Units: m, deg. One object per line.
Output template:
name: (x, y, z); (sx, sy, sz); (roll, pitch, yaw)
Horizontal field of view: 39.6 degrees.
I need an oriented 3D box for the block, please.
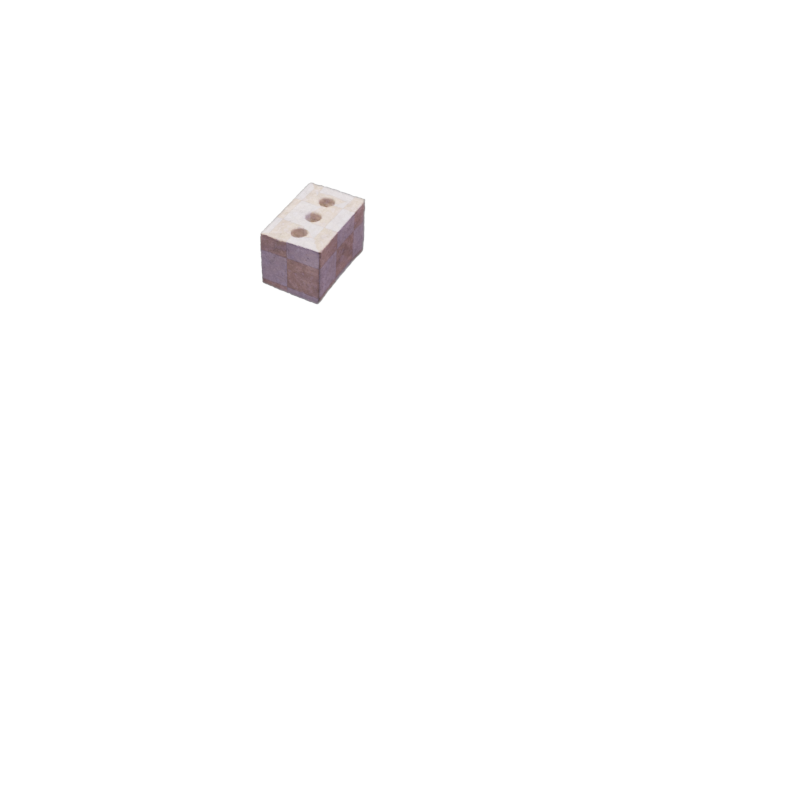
block: (-0.068, -0.123, 0.864); (0.055, 0.048, 0.080); (19, 46, 18)
